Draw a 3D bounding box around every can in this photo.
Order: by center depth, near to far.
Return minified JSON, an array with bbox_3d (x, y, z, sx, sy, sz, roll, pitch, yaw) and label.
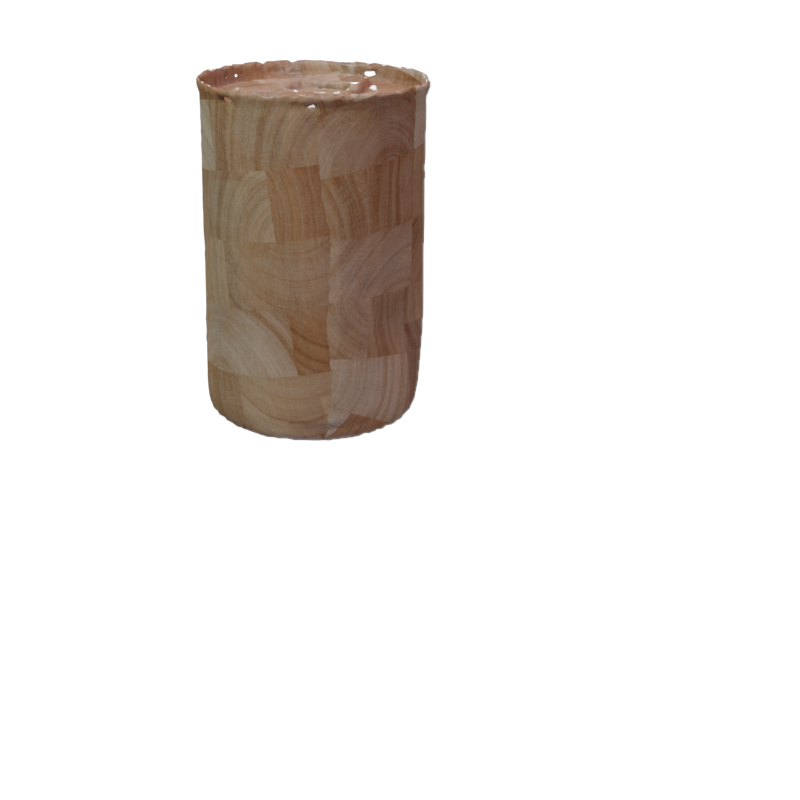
[{"bbox_3d":[-0.026,-0.048,0.338,0.068,0.098,0.072,0,20,-2],"label":"can"}]
